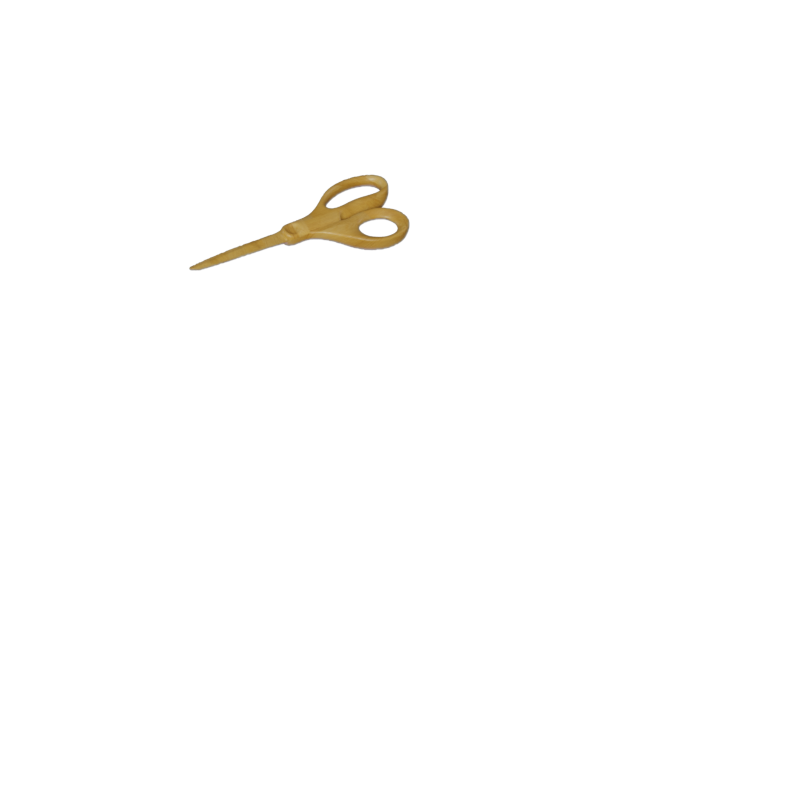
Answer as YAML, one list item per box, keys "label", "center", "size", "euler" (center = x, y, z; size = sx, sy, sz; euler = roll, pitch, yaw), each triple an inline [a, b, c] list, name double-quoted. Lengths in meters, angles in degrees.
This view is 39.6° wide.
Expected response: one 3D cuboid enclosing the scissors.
- label: "scissors"
  center: [-0.076, -0.138, 0.965]
  size: [0.102, 0.015, 0.203]
  euler: [36, 57, 28]
